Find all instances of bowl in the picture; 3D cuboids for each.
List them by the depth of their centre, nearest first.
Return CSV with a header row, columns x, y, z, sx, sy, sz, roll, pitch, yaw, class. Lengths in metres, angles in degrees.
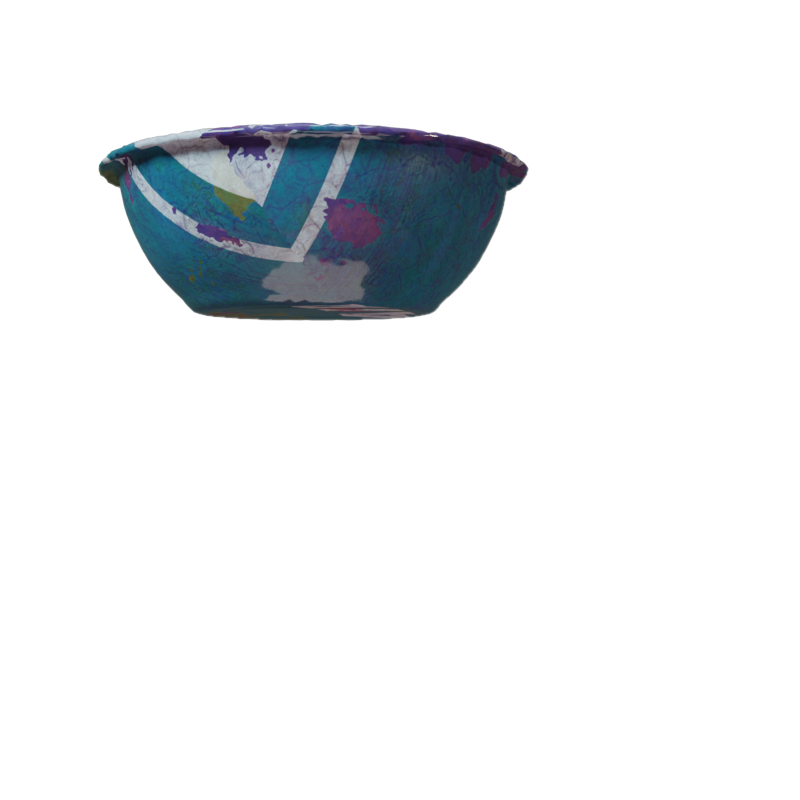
x,y,z,sx,sy,sz,roll,pitch,yaw,class
-0.033,-0.060,0.421,0.162,0.056,0.161,0,0,-2,bowl
